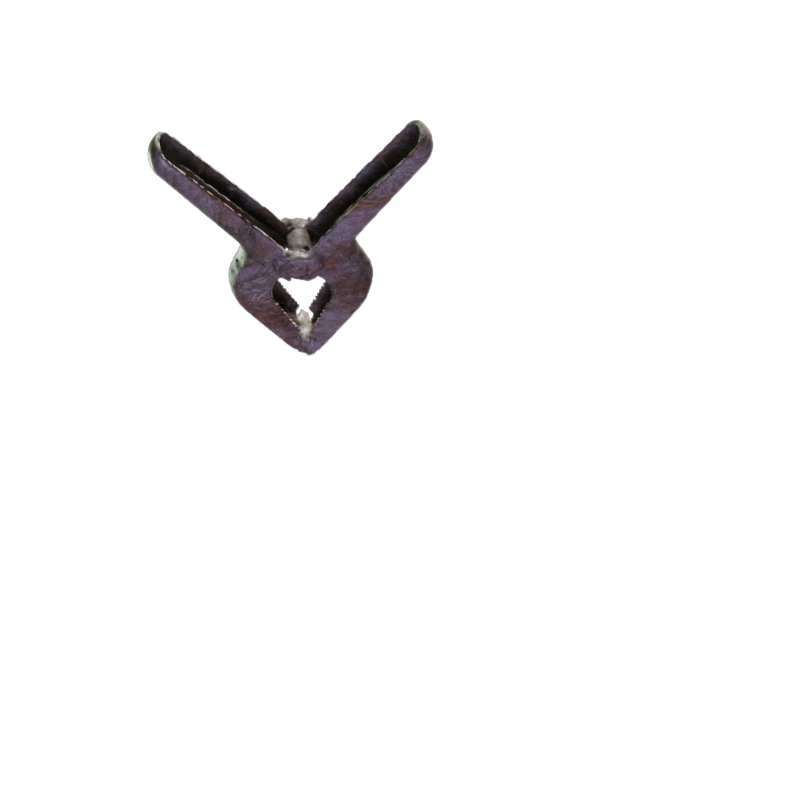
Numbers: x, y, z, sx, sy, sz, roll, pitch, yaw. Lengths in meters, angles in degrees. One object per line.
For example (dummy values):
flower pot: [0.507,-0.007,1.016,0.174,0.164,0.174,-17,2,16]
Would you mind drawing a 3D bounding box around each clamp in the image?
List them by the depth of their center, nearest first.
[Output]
clamp: [-0.055,-0.101,0.705,0.166,0.039,0.194,-4,-36,6]
